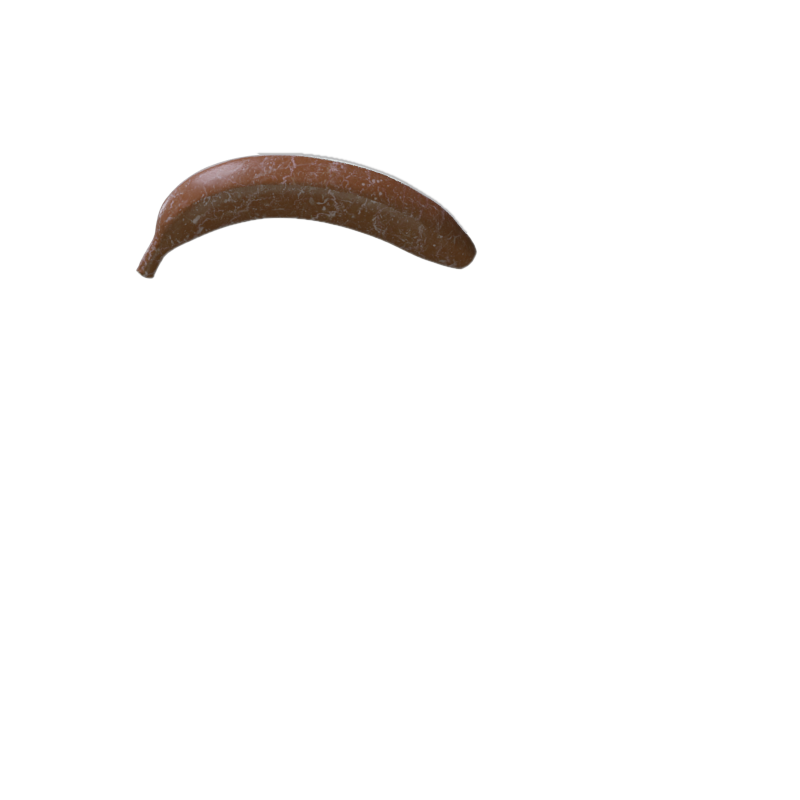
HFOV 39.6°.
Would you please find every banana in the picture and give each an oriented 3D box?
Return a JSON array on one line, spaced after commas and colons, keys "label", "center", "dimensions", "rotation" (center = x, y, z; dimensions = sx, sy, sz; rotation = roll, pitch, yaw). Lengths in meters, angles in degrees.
[{"label": "banana", "center": [-0.055, -0.109, 0.642], "dimensions": [0.198, 0.066, 0.039], "rotation": [-1, 24, 0]}]
